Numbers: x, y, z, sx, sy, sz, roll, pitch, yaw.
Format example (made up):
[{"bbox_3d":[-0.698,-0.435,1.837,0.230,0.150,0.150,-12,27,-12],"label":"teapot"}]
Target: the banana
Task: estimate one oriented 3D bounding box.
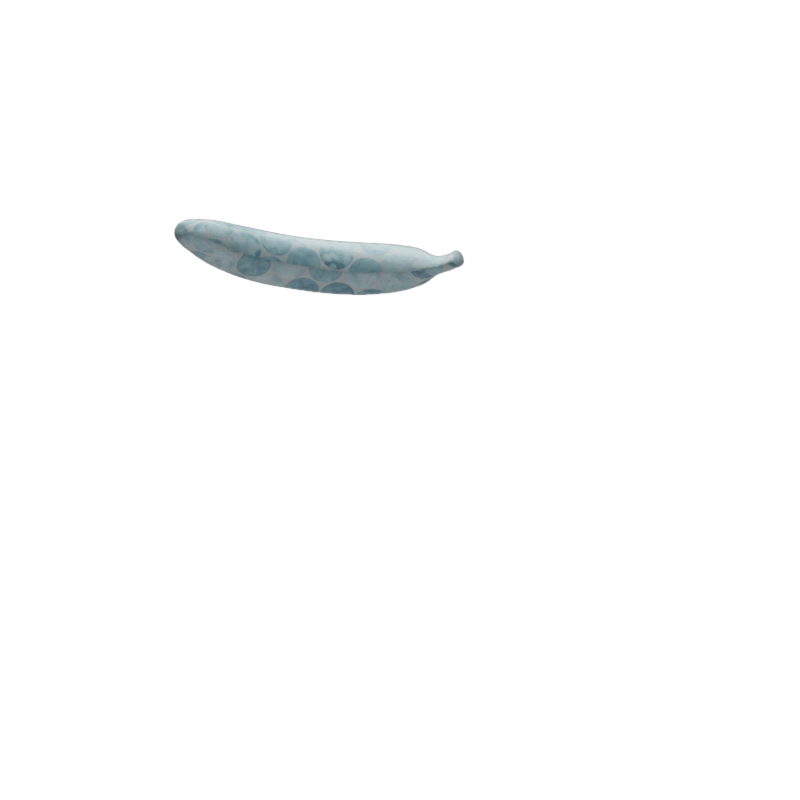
[{"bbox_3d":[-0.060,-0.102,0.779,0.195,0.039,0.066,3,-26,-8],"label":"banana"}]
